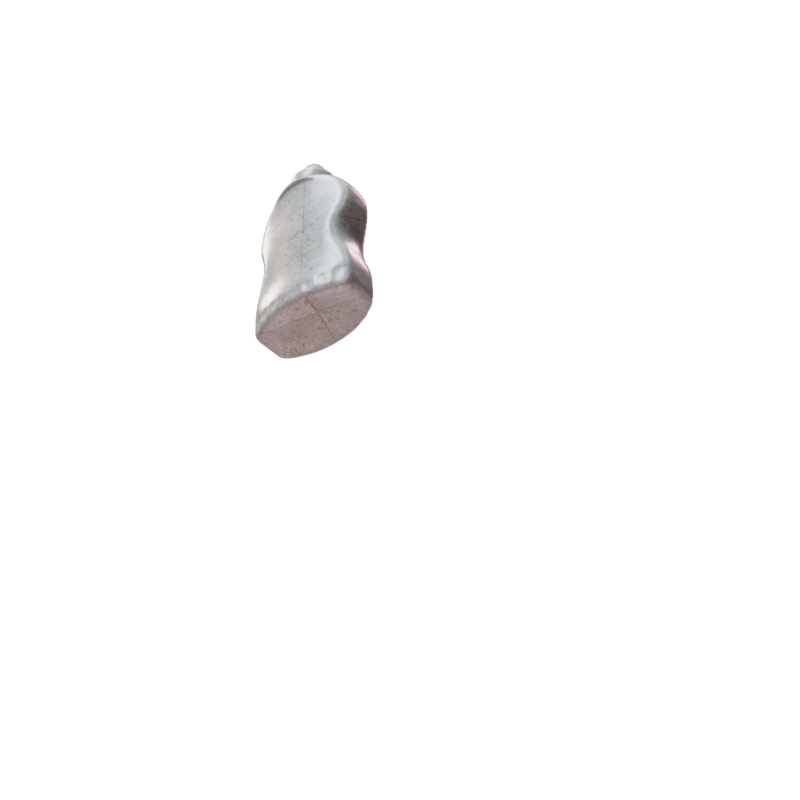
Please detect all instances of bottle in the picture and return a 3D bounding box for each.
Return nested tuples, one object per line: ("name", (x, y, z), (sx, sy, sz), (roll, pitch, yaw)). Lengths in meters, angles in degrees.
("bottle", (-0.070, -0.128, 0.899), (0.095, 0.206, 0.055), (-32, -51, 26))
